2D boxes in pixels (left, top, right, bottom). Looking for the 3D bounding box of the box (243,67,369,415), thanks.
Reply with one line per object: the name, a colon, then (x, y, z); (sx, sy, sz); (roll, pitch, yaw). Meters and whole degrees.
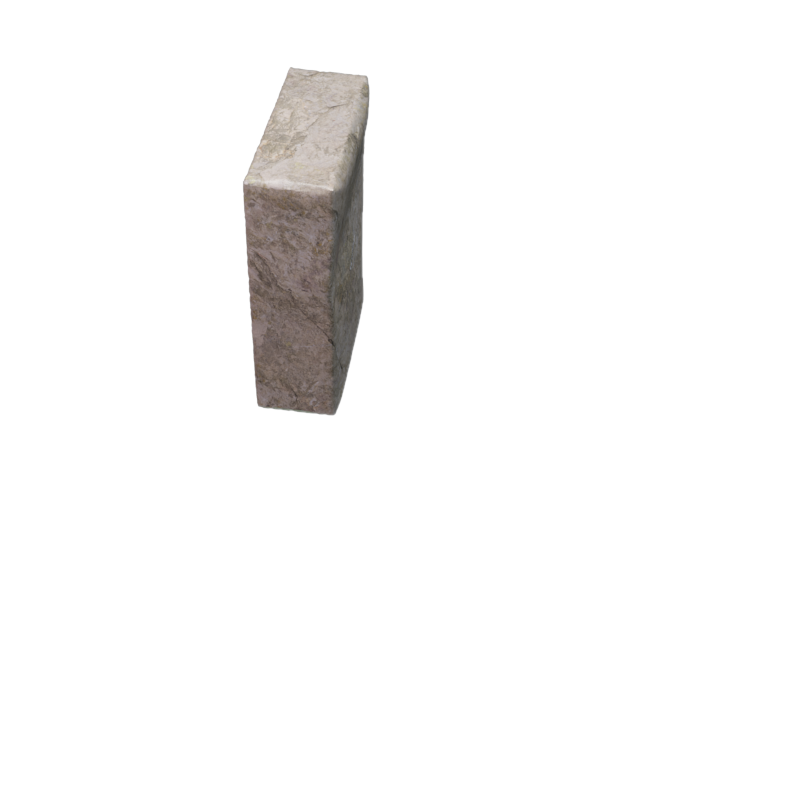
box: (-0.067, -0.122, 0.854); (0.072, 0.199, 0.174); (6, 41, 3)
